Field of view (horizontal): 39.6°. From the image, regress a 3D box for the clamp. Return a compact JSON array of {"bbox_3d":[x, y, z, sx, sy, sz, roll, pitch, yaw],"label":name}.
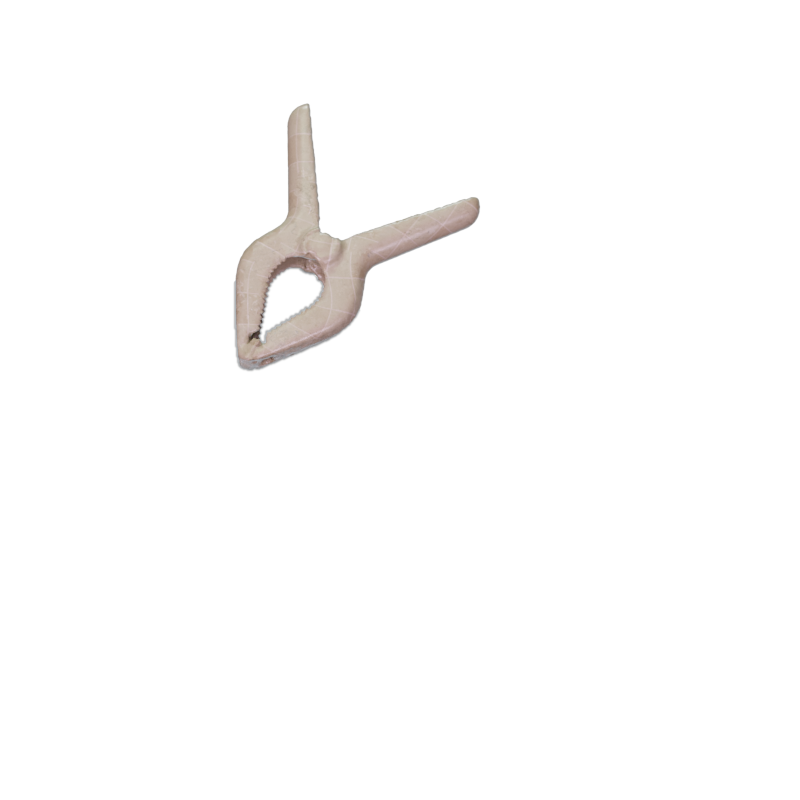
[{"bbox_3d":[-0.064,-0.117,0.820,0.171,0.213,0.034,36,-19,14],"label":"clamp"}]
